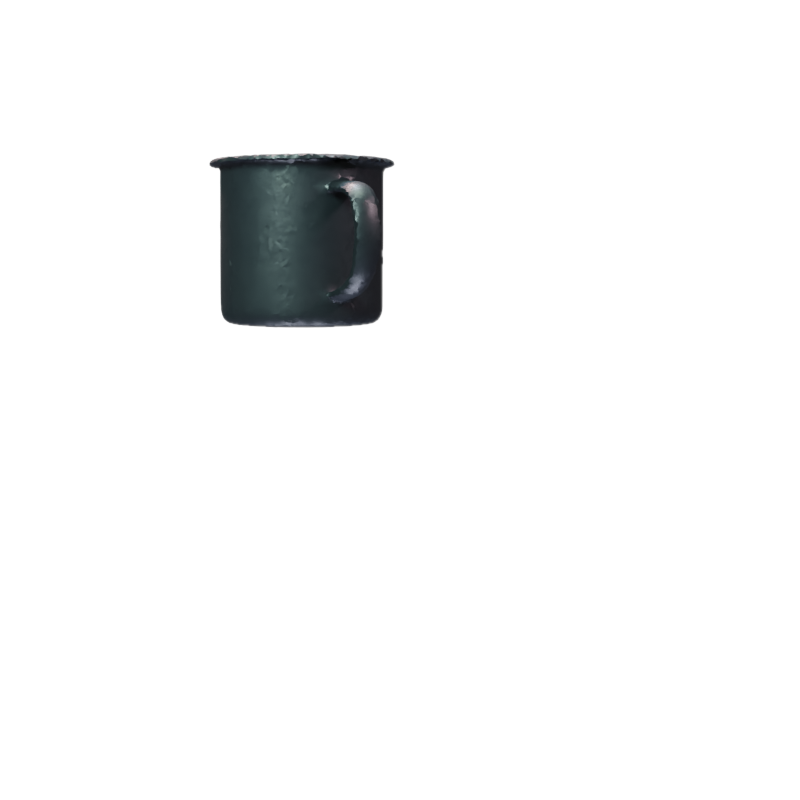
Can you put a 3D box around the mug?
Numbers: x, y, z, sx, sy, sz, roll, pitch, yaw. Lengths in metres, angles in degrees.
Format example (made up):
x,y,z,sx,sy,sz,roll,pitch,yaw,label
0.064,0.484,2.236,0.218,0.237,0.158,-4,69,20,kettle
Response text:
x,y,z,sx,sy,sz,roll,pitch,yaw,label
-0.043,-0.078,0.547,0.090,0.081,0.122,-2,6,-32,mug
